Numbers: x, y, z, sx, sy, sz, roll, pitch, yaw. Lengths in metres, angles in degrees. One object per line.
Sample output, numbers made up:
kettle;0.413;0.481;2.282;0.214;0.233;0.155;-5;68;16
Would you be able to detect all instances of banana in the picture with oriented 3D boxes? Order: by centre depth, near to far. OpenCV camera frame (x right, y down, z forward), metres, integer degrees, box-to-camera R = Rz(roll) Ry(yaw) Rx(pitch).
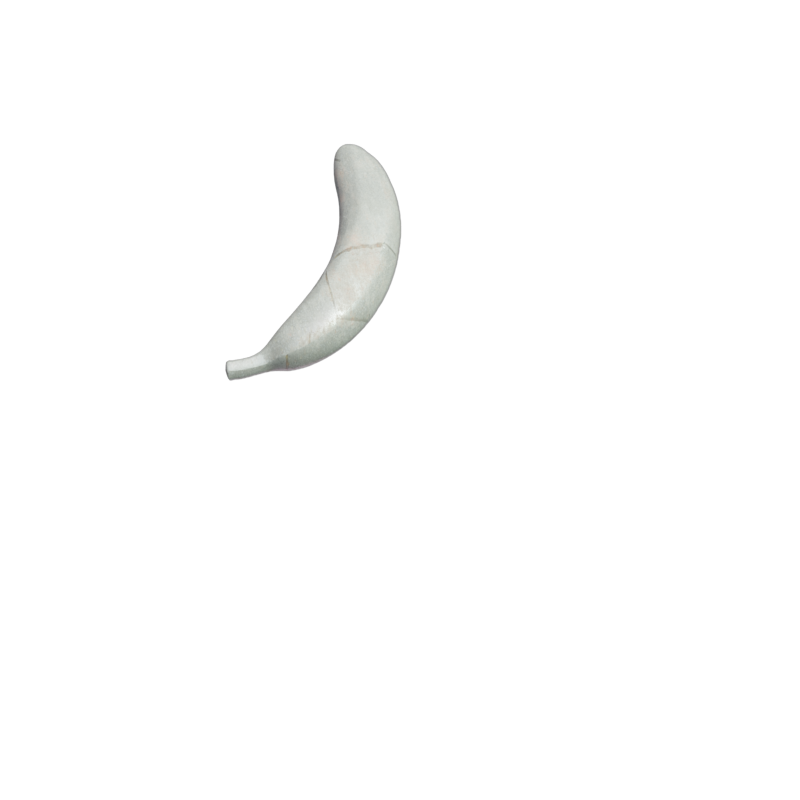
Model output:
banana;-0.035;-0.085;0.647;0.071;0.207;0.034;13;-41;11
